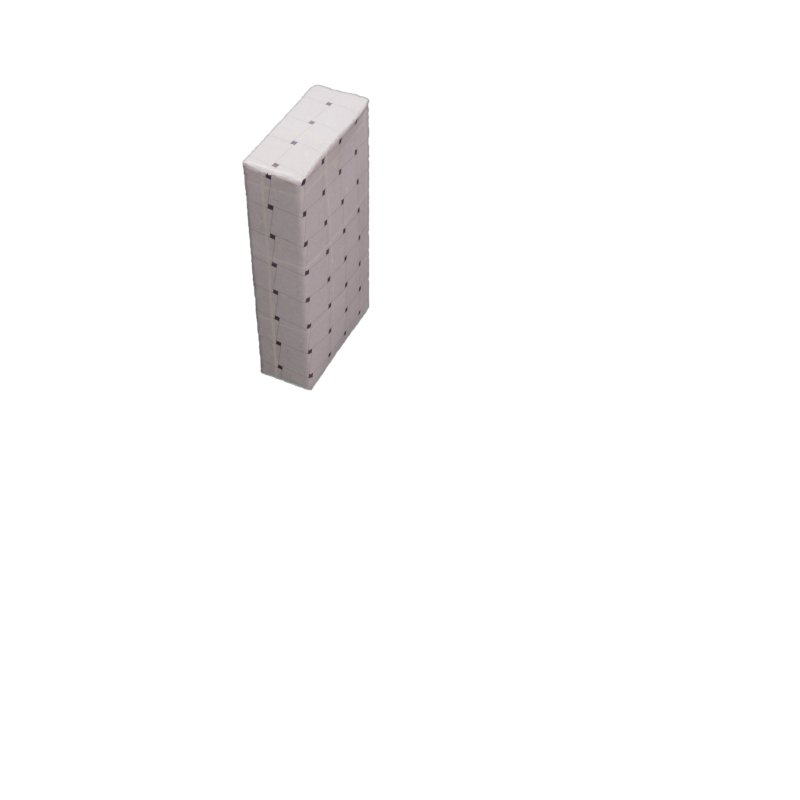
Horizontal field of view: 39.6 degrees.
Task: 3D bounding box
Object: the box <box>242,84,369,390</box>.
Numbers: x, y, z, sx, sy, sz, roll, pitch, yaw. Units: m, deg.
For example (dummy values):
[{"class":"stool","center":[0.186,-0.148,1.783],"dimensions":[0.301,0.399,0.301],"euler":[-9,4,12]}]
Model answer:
[{"class":"box","center":[-0.055,-0.100,0.705],"dimensions":[0.050,0.164,0.097],"euler":[20,48,14]}]
